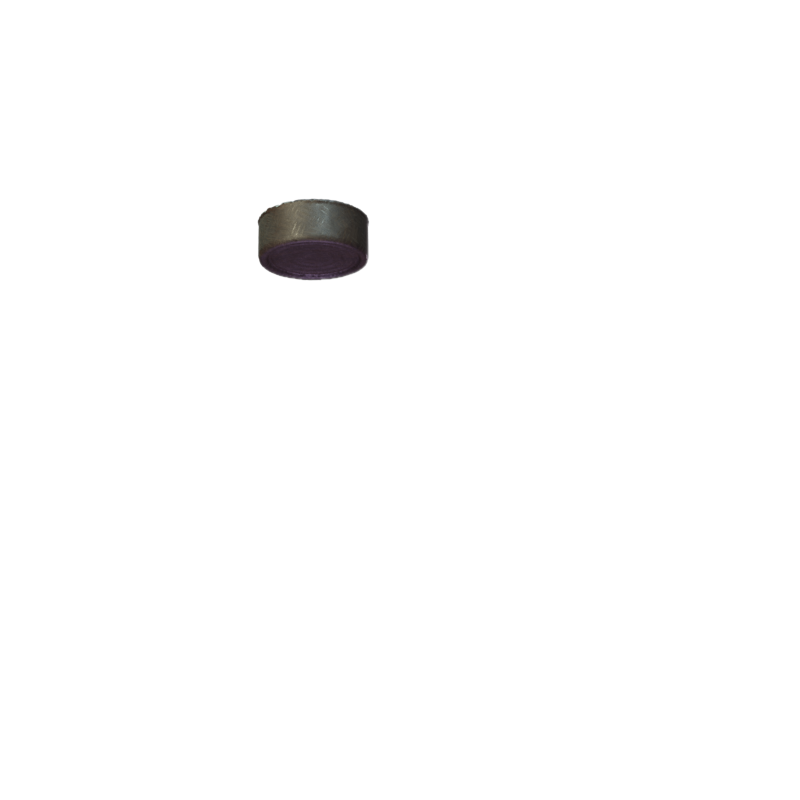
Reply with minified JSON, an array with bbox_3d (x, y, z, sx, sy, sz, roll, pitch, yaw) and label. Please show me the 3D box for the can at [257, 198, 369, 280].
[{"bbox_3d":[-0.066,-0.121,0.848,0.086,0.035,0.082,0,-16,-2],"label":"can"}]
